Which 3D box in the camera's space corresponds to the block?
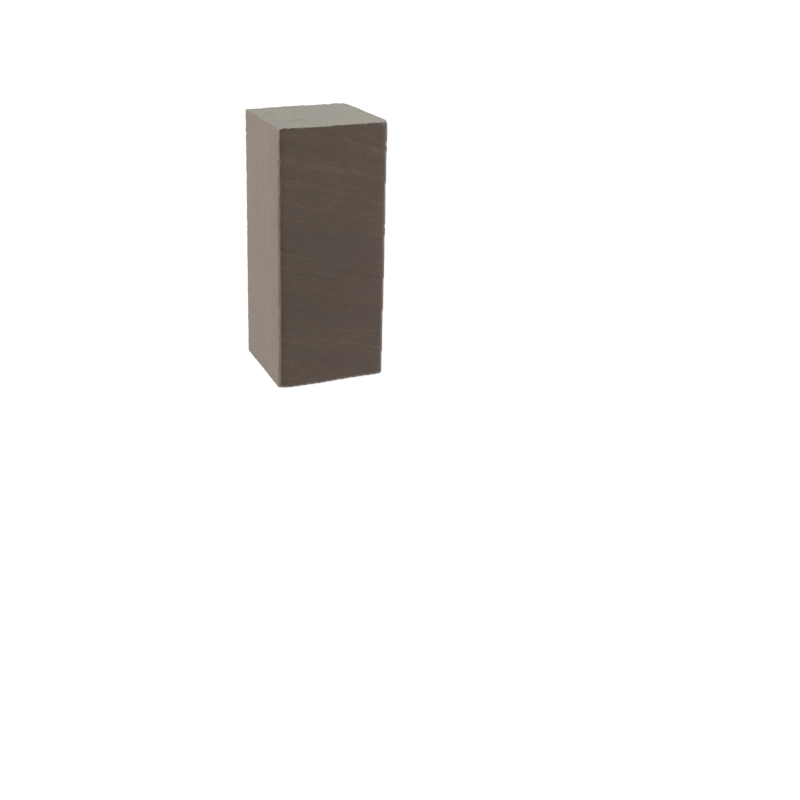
[{"bbox_3d":[-0.069,-0.127,0.888,0.088,0.198,0.096,-6,20,-22],"label":"block"}]
